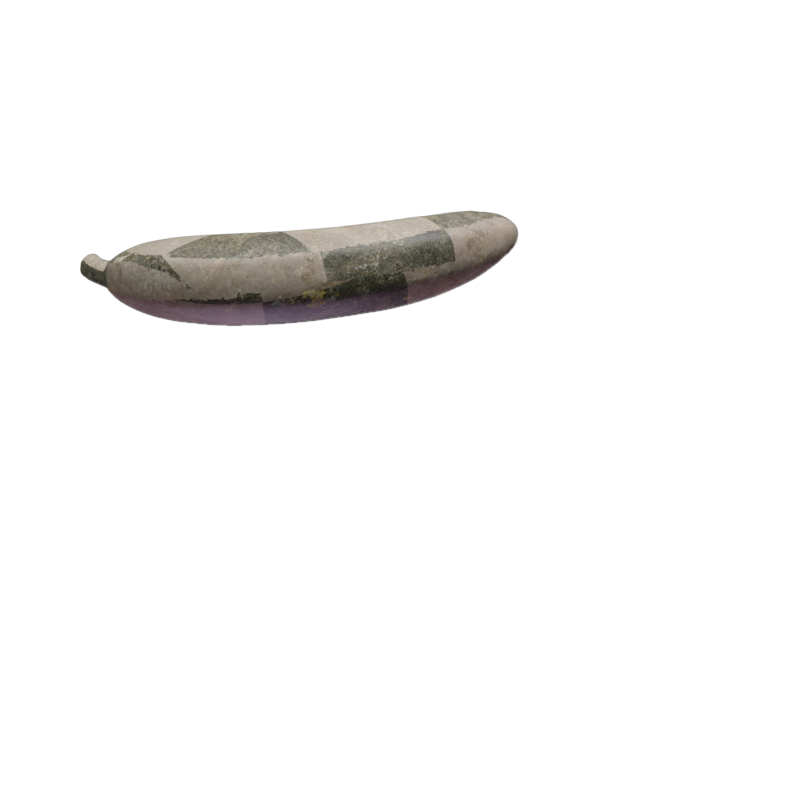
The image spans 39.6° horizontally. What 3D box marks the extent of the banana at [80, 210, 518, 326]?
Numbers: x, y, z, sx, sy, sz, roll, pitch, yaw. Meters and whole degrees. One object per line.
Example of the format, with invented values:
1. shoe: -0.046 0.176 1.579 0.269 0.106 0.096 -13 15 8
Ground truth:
1. banana: -0.038 -0.059 0.472 0.196 0.035 0.074 -4 31 -7
